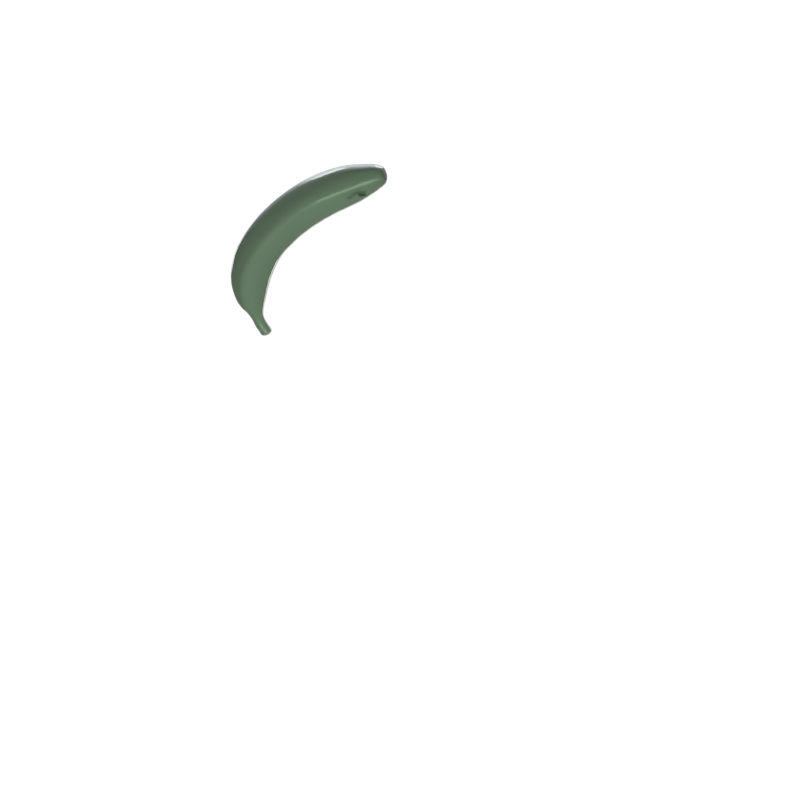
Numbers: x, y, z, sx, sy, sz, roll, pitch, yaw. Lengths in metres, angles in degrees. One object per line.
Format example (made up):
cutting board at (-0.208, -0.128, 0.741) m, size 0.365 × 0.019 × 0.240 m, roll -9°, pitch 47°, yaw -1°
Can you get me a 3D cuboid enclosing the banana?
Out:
banana at (-0.092, -0.140, 0.945) m, size 0.067 × 0.193 × 0.039 m, roll 28°, pitch 33°, yaw -22°
